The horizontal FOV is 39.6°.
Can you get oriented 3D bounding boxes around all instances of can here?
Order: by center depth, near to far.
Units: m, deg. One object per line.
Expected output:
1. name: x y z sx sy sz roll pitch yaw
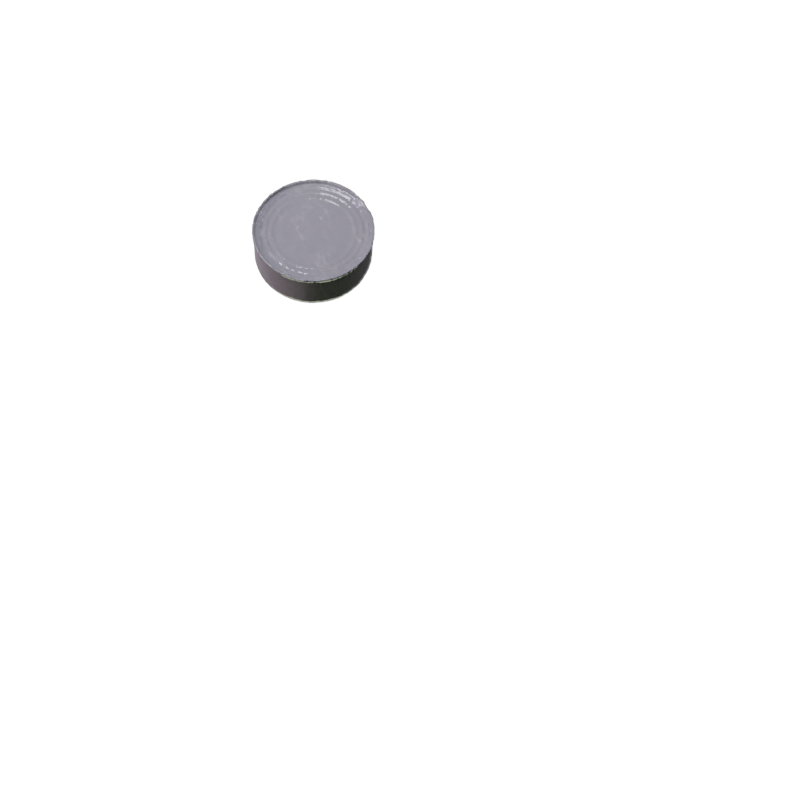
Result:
1. can: -0.062 -0.112 0.786 0.086 0.092 0.031 -1 -31 -1
